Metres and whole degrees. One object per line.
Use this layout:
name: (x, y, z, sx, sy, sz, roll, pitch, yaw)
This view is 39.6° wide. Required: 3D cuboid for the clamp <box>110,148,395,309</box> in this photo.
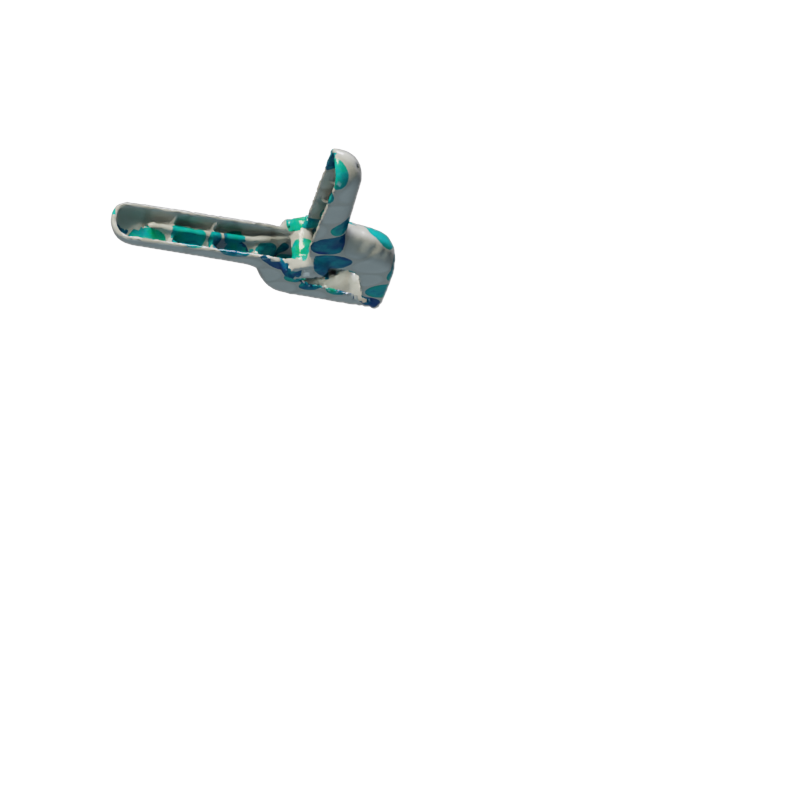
clamp: (-0.055, -0.101, 0.708, 0.168, 0.038, 0.197, -9, -17, 32)
